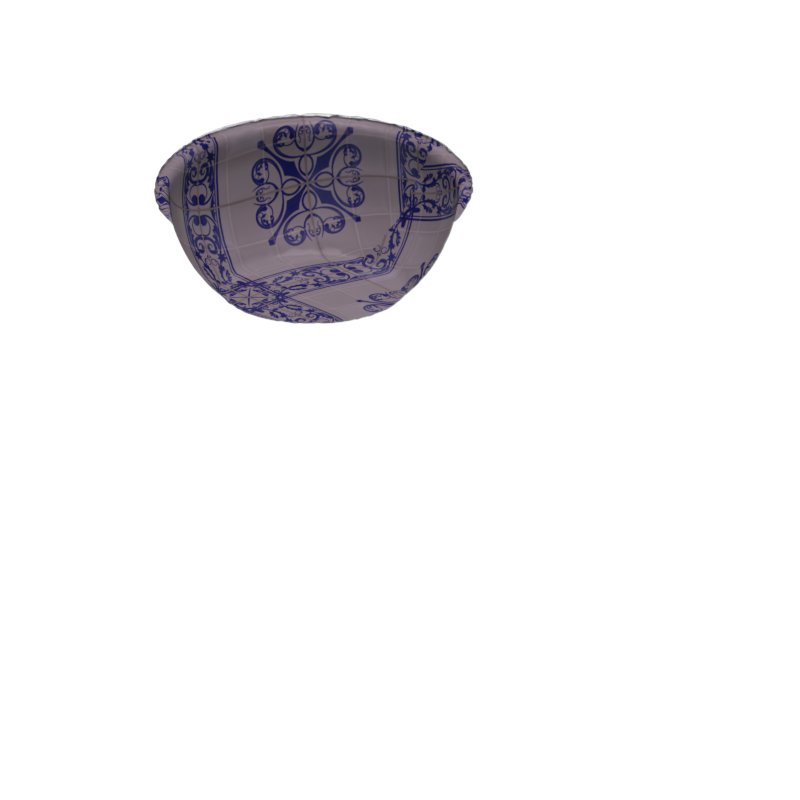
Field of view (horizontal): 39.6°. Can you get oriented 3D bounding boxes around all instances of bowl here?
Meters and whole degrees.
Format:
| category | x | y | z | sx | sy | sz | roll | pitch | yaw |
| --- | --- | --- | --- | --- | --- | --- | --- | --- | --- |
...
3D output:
| category | x | y | z | sx | sy | sz | roll | pitch | yaw |
| --- | --- | --- | --- | --- | --- | --- | --- | --- | --- |
| bowl | -0.043 | -0.079 | 0.556 | 0.162 | 0.058 | 0.155 | 0 | -18 | -2 |
